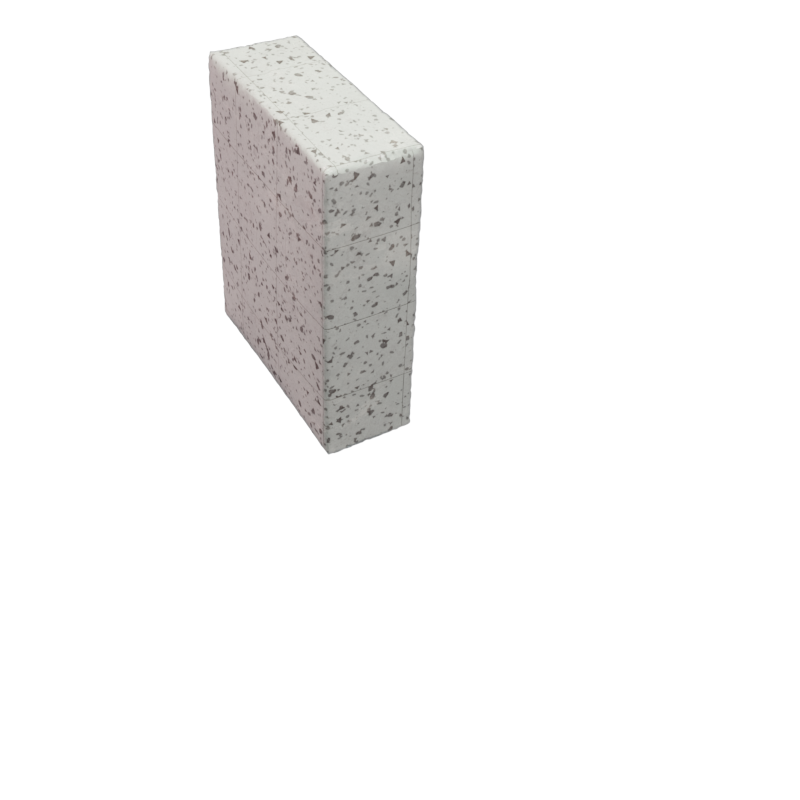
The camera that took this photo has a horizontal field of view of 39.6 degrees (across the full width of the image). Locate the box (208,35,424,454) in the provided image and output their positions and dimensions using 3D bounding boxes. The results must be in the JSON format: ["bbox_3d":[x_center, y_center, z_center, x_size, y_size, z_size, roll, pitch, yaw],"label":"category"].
[{"bbox_3d":[-0.055,-0.101,0.707,0.071,0.200,0.178,-17,43,-23],"label":"box"}]
